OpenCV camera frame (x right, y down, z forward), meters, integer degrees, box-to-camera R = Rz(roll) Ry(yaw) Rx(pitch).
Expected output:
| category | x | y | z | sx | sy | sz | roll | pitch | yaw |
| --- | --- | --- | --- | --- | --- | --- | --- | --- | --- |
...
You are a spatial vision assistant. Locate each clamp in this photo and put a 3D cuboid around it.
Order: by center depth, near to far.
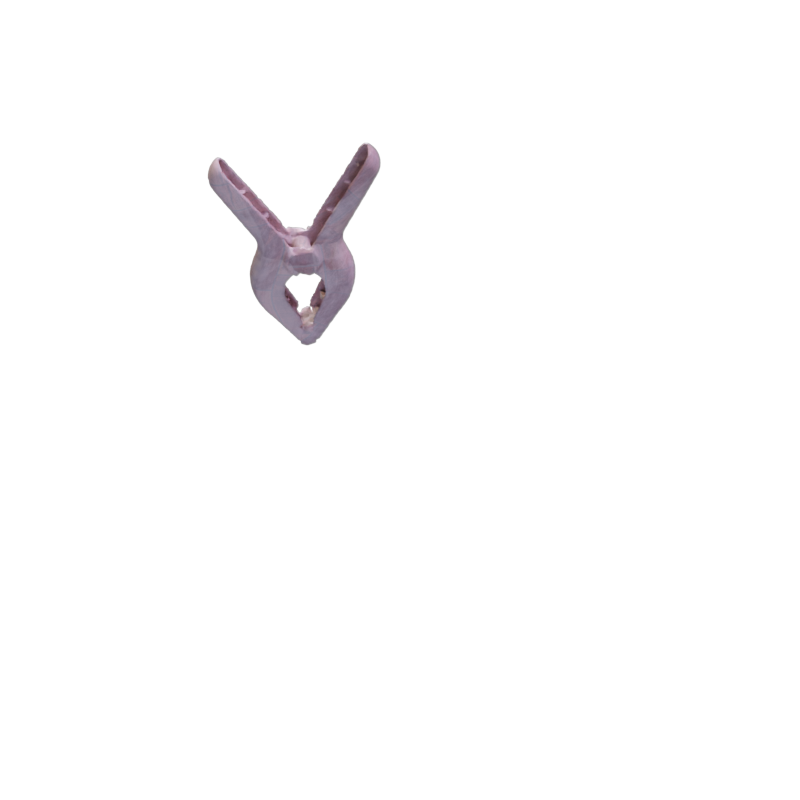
| category | x | y | z | sx | sy | sz | roll | pitch | yaw |
| --- | --- | --- | --- | --- | --- | --- | --- | --- | --- |
| clamp | -0.064 | -0.117 | 0.816 | 0.121 | 0.159 | 0.042 | -8 | 42 | 7 |
